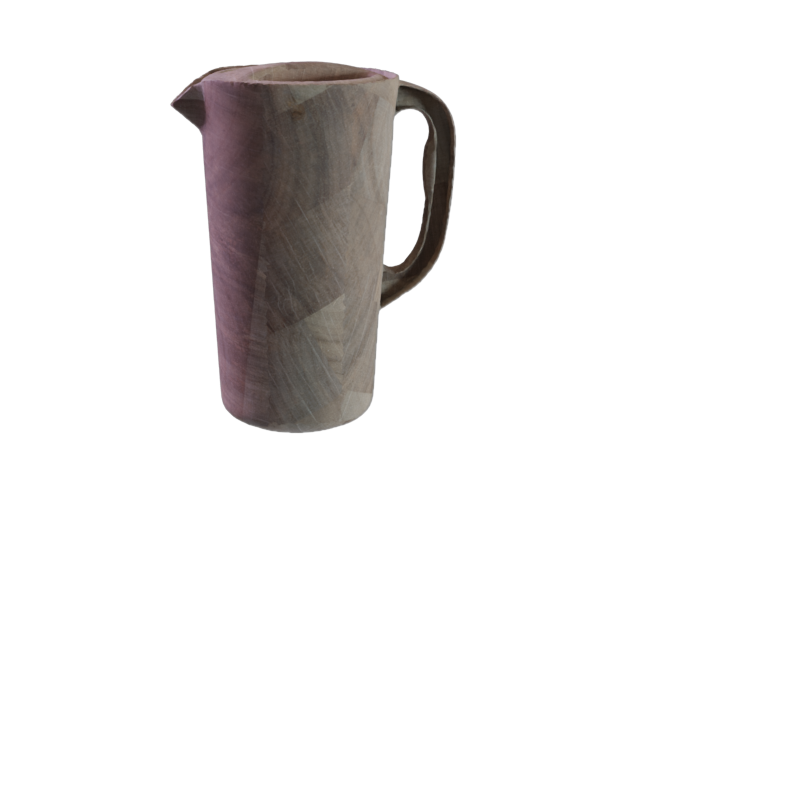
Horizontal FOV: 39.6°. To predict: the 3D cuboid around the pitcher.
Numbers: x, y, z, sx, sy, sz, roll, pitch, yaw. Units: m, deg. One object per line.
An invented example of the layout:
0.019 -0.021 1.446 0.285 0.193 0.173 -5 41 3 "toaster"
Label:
-0.059 -0.108 0.756 0.157 0.234 0.143 13 21 35 "pitcher"
